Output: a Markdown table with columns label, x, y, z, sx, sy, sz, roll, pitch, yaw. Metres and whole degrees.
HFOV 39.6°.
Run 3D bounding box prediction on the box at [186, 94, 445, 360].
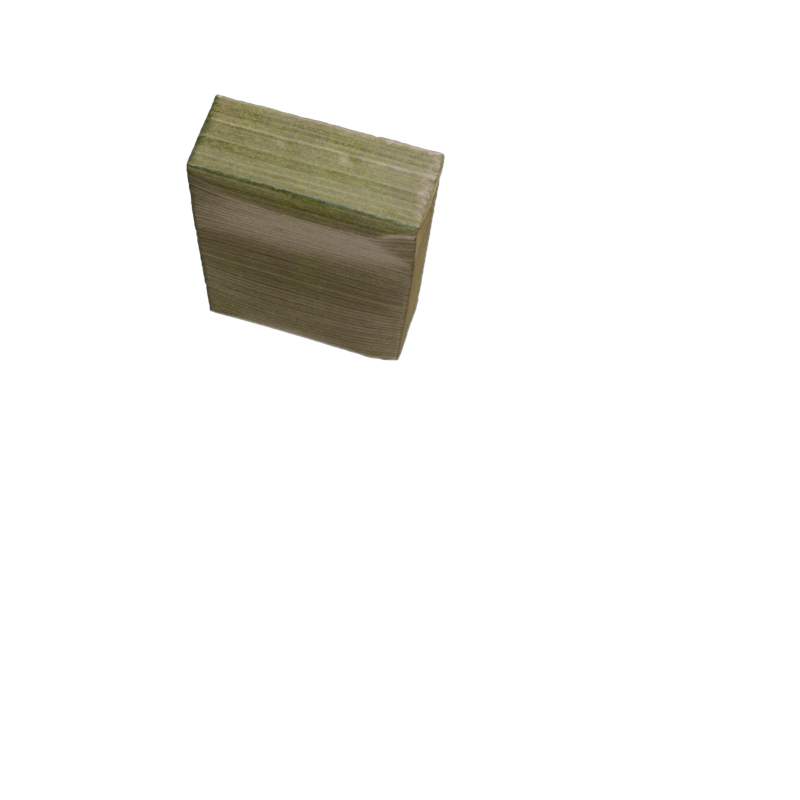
| label | x | y | z | sx | sy | sz | roll | pitch | yaw |
| --- | --- | --- | --- | --- | --- | --- | --- | --- | --- |
| box | -0.064 | -0.117 | 0.818 | 0.166 | 0.075 | 0.202 | 17 | -24 | 5 |
